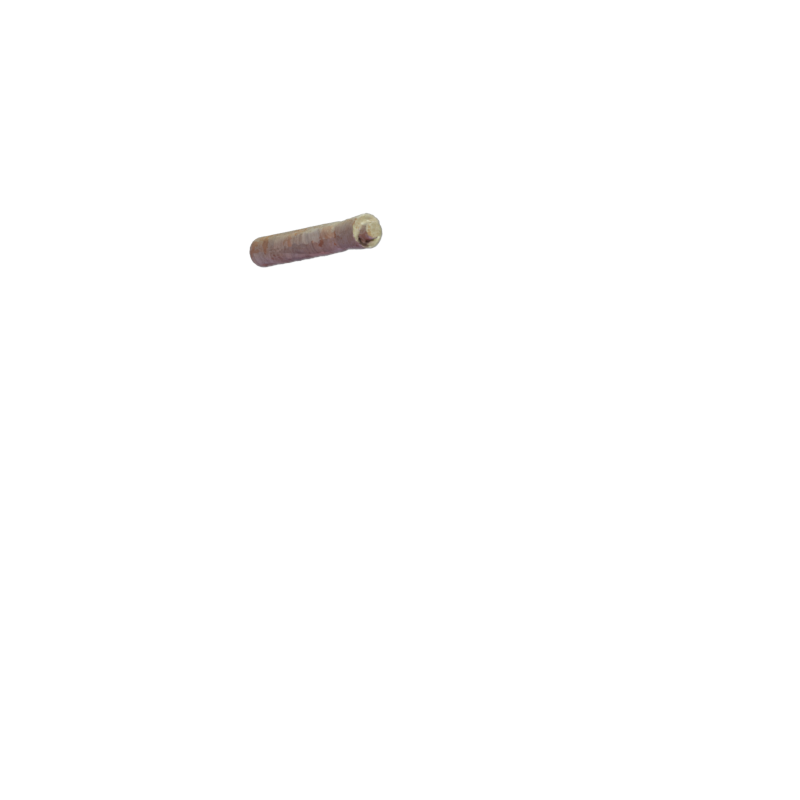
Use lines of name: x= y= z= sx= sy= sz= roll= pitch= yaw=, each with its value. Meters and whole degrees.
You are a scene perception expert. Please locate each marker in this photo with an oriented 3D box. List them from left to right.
marker: x=-0.049 y=-0.089 z=0.623 sx=0.019 sy=0.020 sz=0.125 roll=-3 pitch=2 yaw=-34
